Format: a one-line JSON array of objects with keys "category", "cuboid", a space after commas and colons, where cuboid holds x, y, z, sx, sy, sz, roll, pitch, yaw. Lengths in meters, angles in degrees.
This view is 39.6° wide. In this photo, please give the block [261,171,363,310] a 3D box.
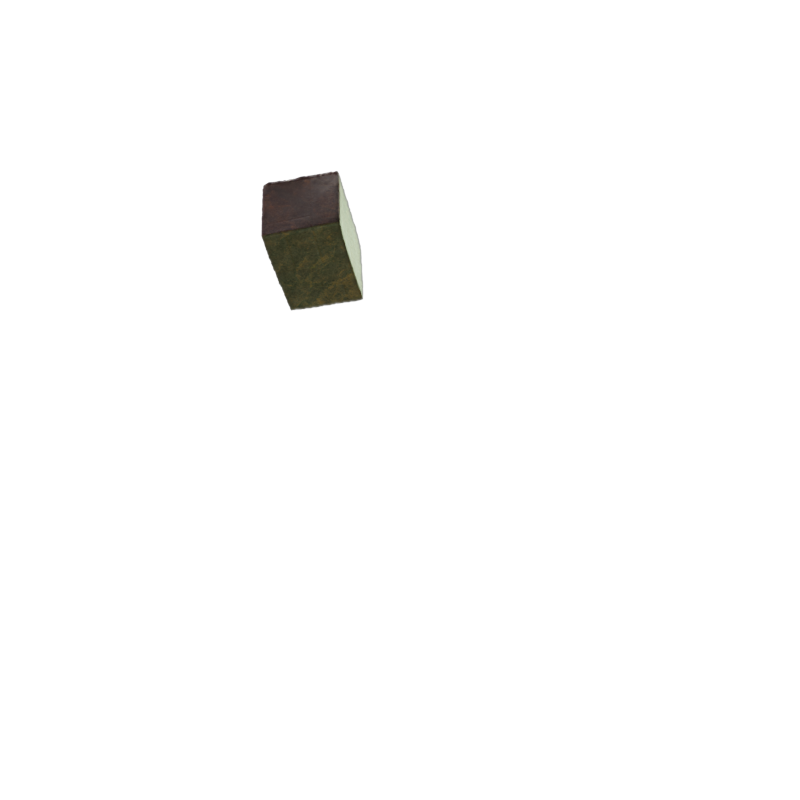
[{"category": "block", "cuboid": [-0.058, -0.106, 0.741, 0.053, 0.055, 0.072, -8, -40, 7]}]
